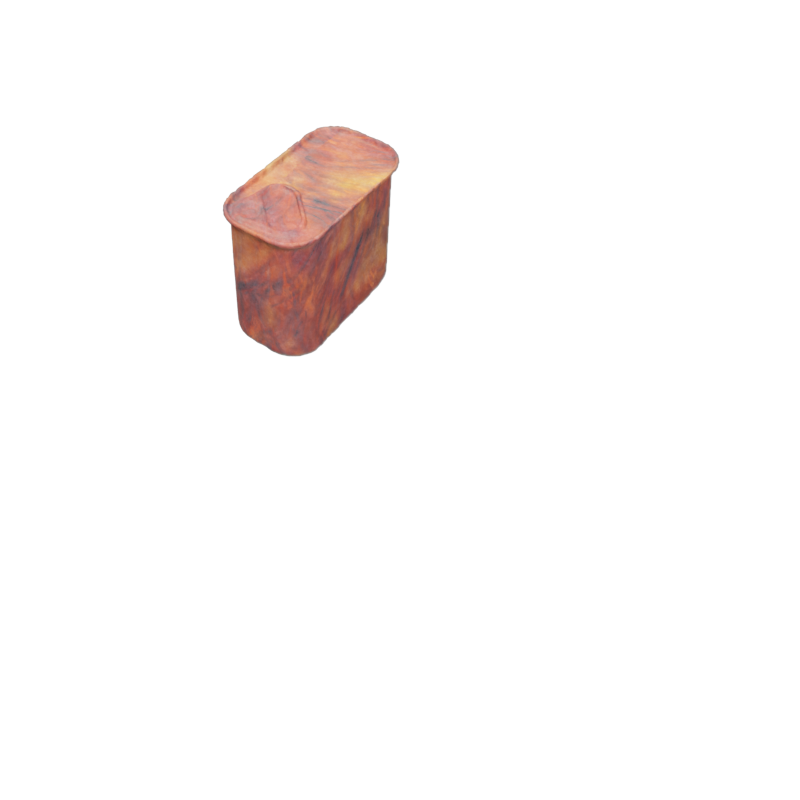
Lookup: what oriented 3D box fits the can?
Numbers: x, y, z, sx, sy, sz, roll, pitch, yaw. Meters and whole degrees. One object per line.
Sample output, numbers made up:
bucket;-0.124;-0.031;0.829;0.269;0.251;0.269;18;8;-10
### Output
can;-0.047;-0.086;0.601;0.060;0.078;0.104;26;49;22
